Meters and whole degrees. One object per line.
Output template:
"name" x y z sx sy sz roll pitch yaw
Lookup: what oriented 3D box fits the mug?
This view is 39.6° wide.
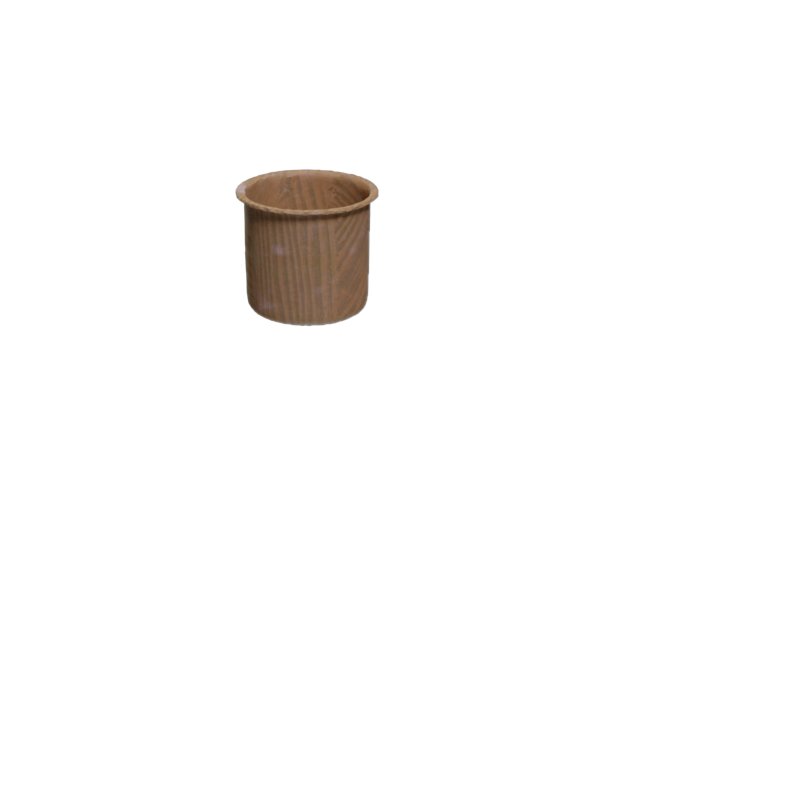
"mug" -0.058 -0.106 0.741 0.096 0.077 0.120 8 26 14
